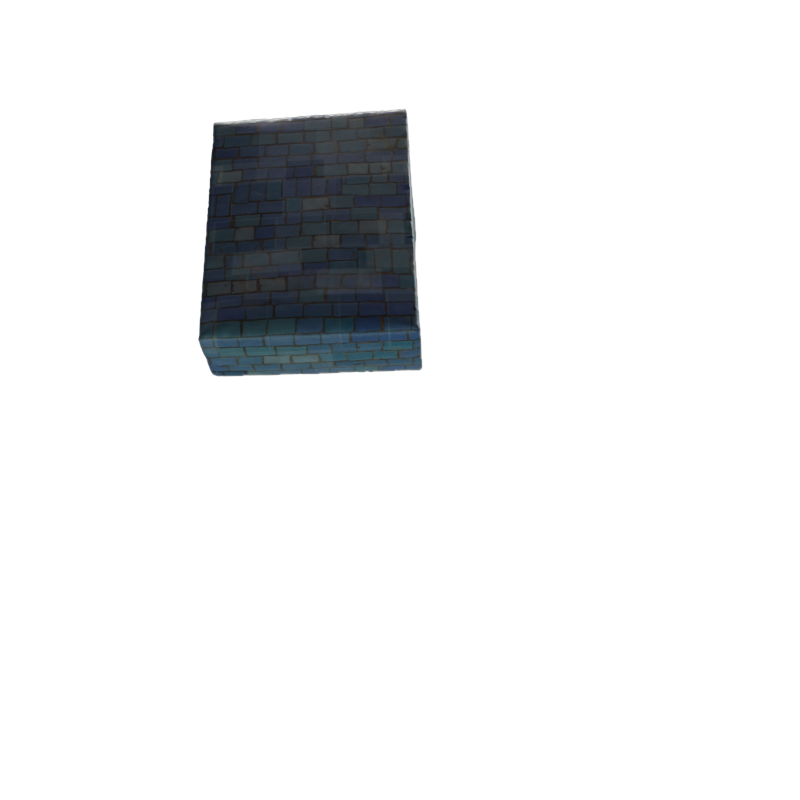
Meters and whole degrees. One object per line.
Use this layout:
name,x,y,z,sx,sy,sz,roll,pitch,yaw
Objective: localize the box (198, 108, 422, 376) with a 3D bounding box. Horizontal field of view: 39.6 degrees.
box,-0.069,-0.126,0.884,0.165,0.228,0.067,-4,-33,3
